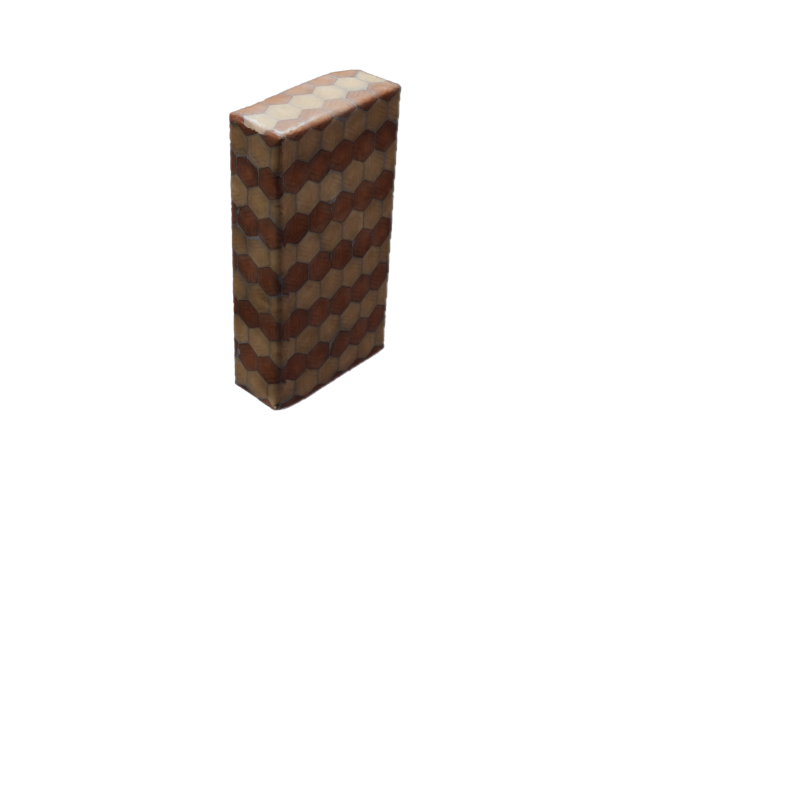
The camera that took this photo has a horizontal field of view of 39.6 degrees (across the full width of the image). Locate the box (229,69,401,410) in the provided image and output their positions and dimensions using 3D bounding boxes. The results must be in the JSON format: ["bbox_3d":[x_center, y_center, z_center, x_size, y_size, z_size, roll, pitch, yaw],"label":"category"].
[{"bbox_3d":[-0.048,-0.088,0.616,0.051,0.165,0.093,27,40,33],"label":"box"}]
